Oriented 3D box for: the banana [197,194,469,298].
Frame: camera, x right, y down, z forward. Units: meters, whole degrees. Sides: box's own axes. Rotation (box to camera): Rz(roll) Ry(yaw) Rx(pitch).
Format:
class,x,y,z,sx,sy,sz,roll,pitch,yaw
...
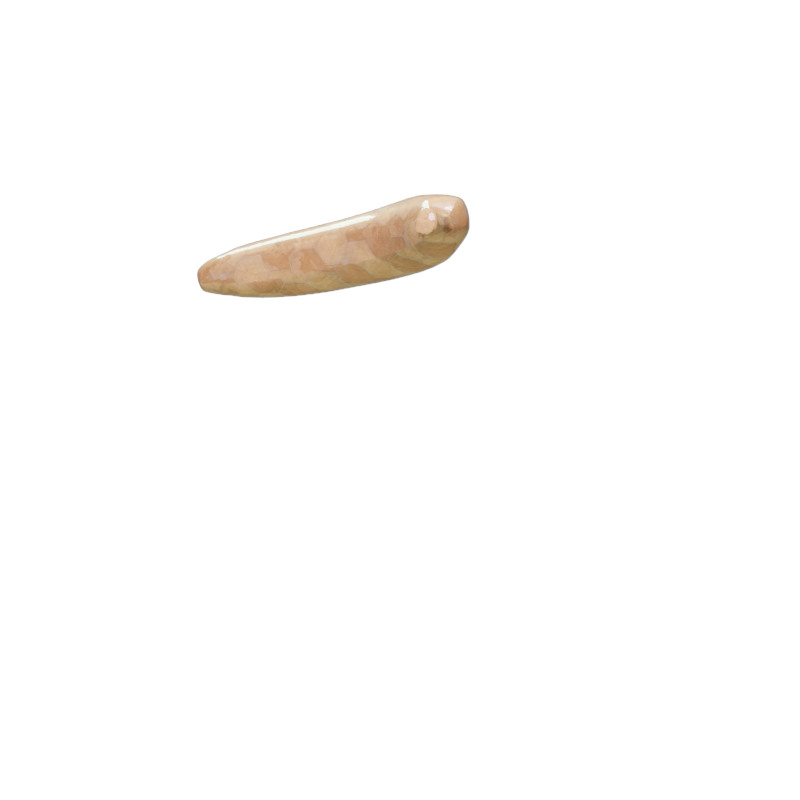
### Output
class,x,y,z,sx,sy,sz,roll,pitch,yaw
banana,-0.029,-0.081,0.584,0.066,0.038,0.202,7,-9,-40
